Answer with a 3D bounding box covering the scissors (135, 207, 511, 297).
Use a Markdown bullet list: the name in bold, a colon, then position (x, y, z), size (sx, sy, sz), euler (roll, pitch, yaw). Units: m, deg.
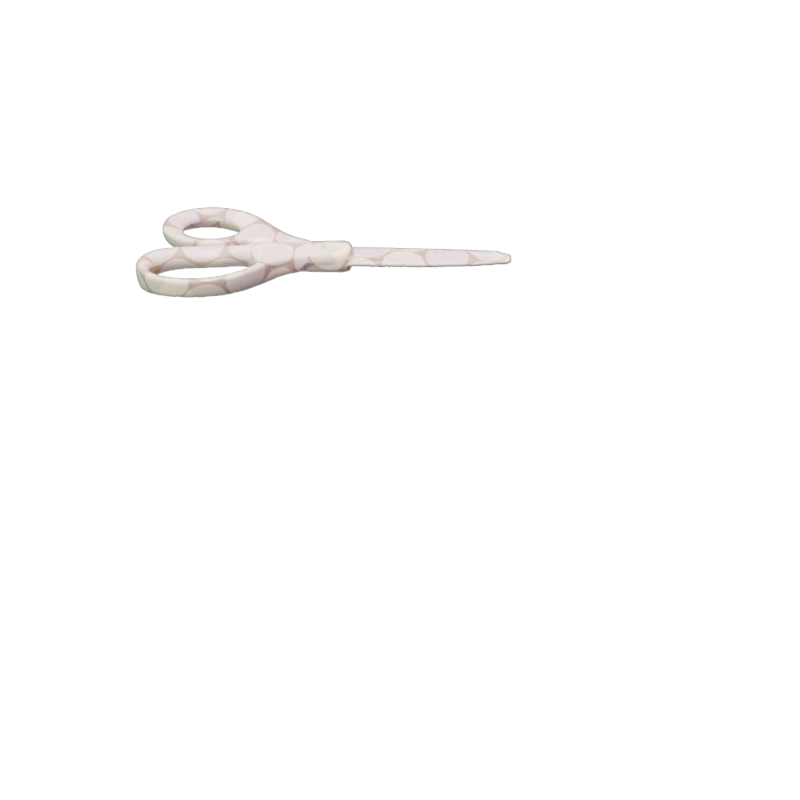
- **scissors**: position (-0.049, -0.090, 0.627), size (0.199, 0.015, 0.104), euler (-9, 35, -12)
